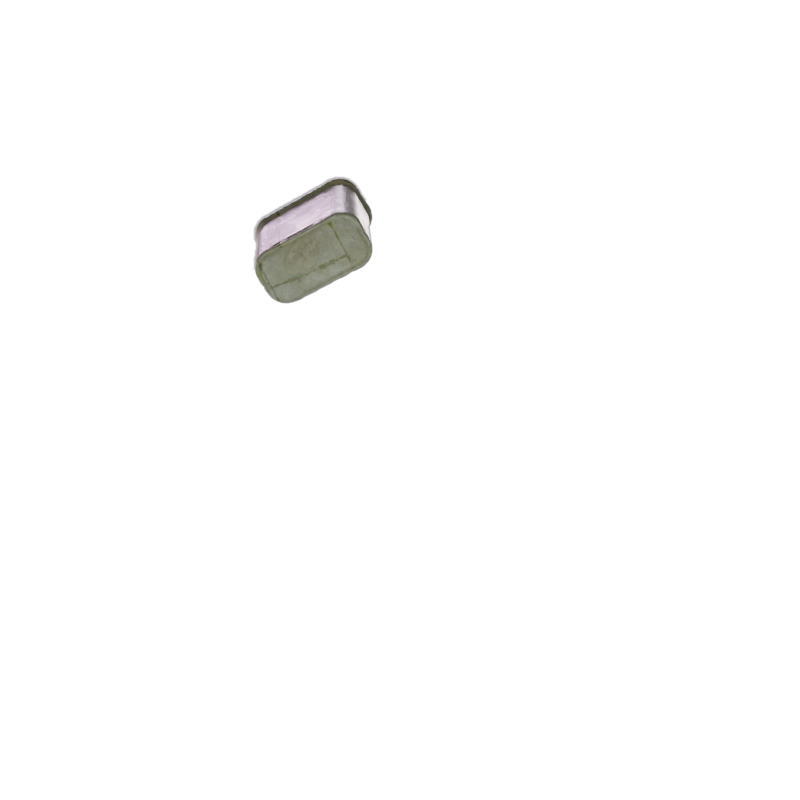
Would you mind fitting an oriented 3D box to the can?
[{"bbox_3d":[-0.073,-0.133,0.933,0.102,0.055,0.088,-28,24,10],"label":"can"}]
